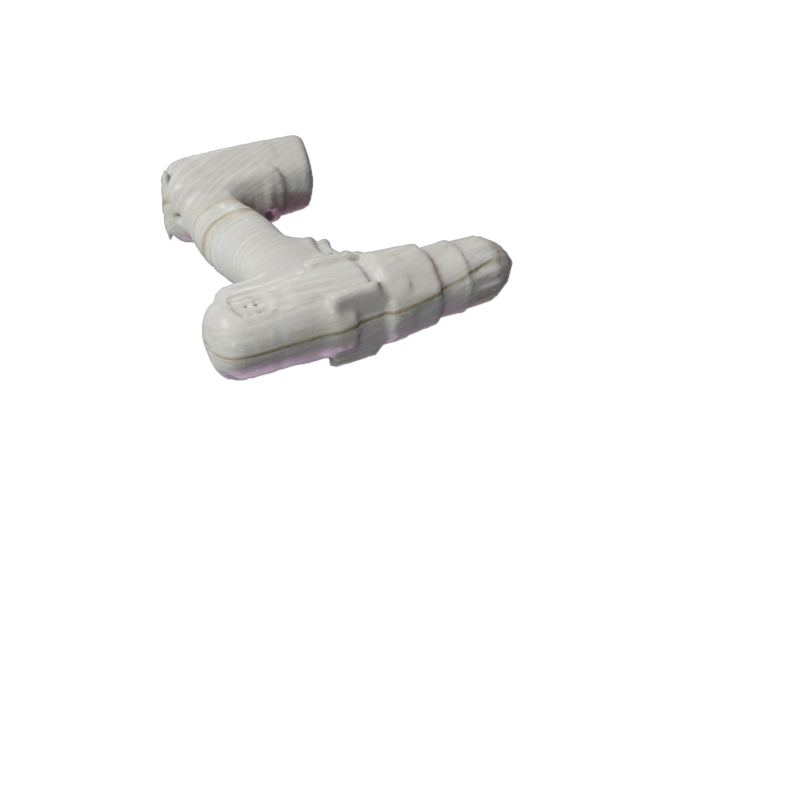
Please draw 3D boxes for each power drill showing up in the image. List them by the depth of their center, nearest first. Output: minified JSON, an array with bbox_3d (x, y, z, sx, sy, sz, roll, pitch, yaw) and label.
[{"bbox_3d":[-0.052,-0.095,0.667,0.182,0.054,0.203,-16,39,-21],"label":"power drill"}]
